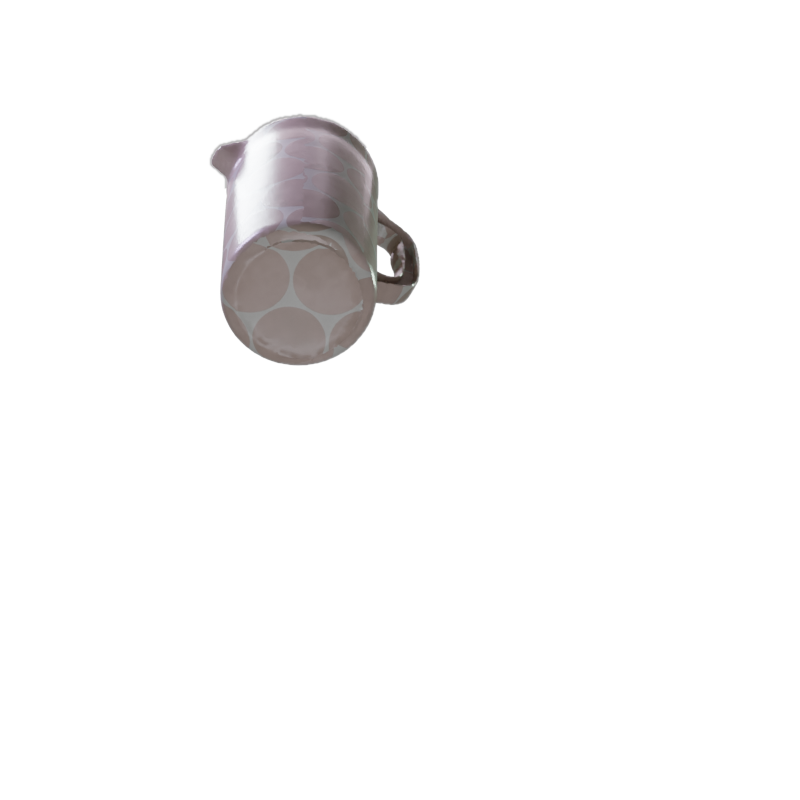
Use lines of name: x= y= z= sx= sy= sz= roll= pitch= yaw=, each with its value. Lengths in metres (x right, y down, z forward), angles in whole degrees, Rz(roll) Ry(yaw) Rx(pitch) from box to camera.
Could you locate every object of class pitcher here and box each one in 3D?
pitcher: x=-0.068 y=-0.123 z=0.864 sx=0.149 sy=0.137 sz=0.257 roll=-15 pitch=27 yaw=5
